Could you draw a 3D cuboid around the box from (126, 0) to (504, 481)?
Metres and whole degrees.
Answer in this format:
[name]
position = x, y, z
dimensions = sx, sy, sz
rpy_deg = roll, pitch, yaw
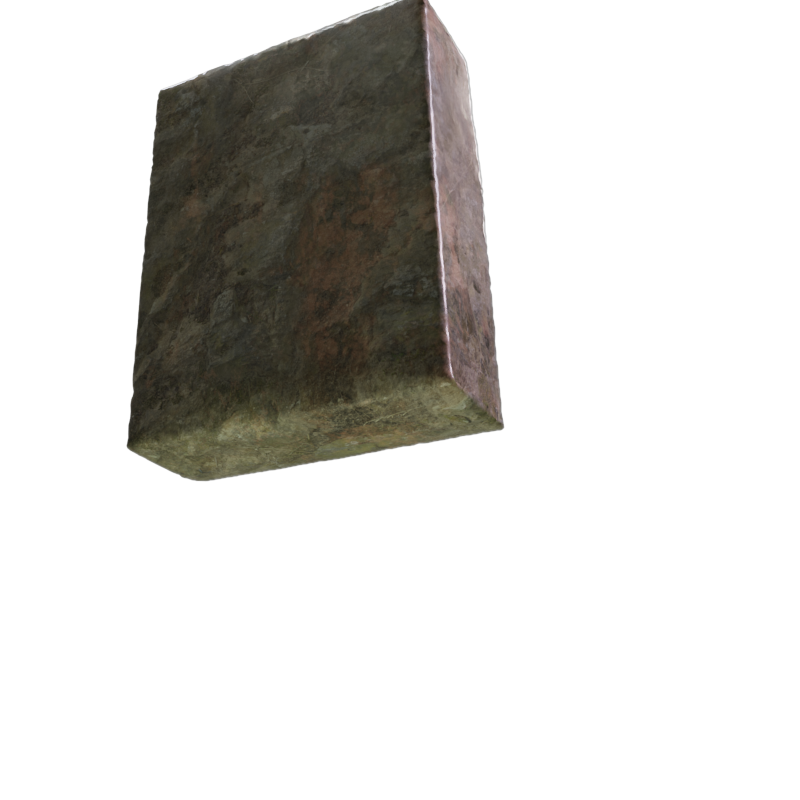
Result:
[box]
position = -0.043, -0.079, 0.553
dimensions = 0.166, 0.227, 0.066
rpy_deg = -14, -31, 23
